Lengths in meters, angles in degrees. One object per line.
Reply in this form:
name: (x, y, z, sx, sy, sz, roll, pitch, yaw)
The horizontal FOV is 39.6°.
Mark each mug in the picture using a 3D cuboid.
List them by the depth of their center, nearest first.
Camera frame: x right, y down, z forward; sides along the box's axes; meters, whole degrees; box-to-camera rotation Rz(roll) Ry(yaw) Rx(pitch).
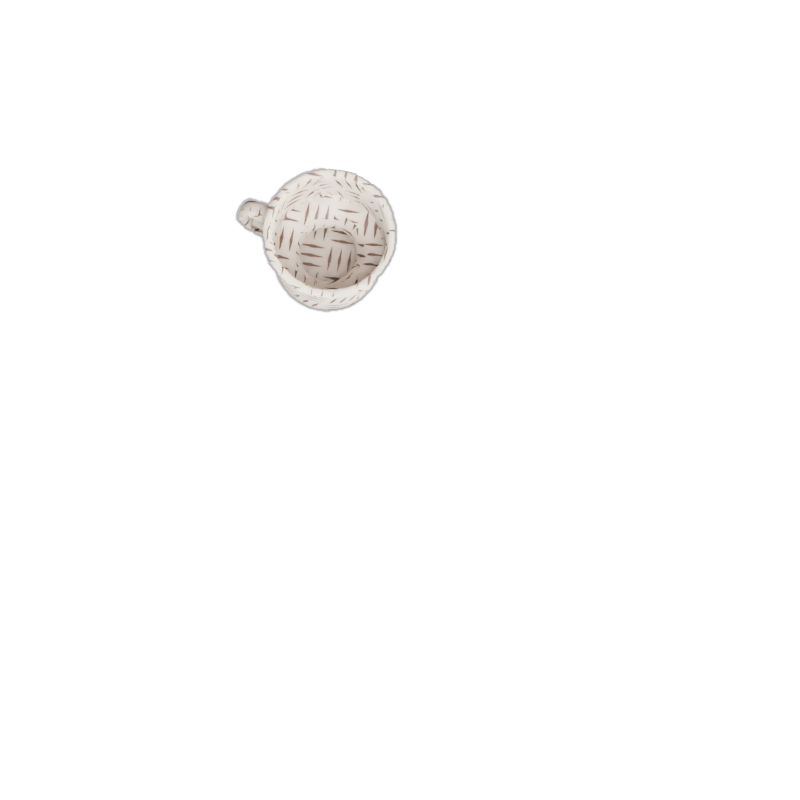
mug: (-0.063, -0.115, 0.807, 0.118, 0.095, 0.079, 18, -12, 3)
